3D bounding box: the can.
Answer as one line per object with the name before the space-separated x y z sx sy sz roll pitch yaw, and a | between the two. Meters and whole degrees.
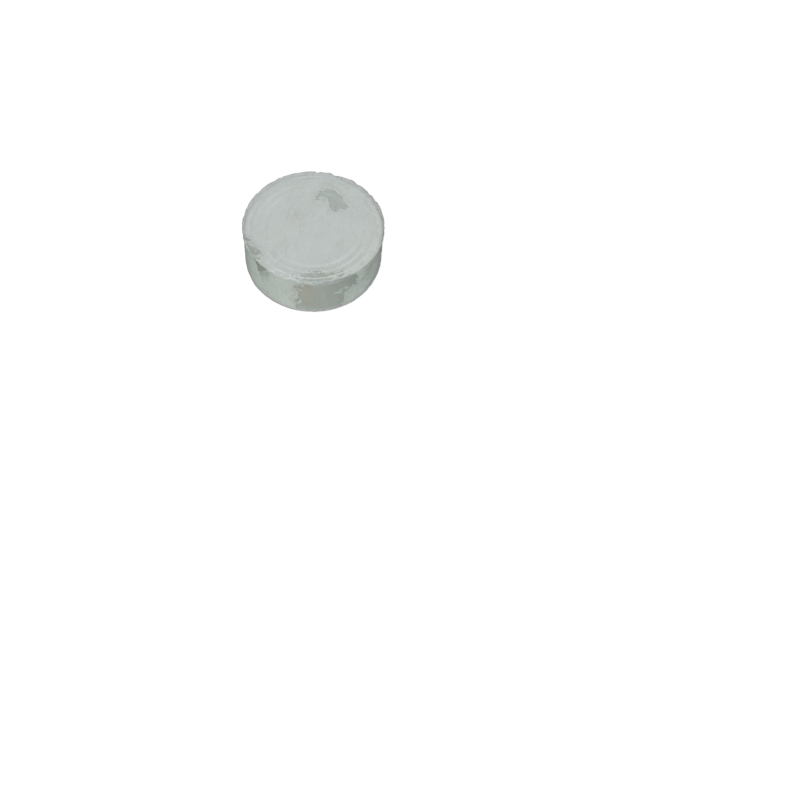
can | -0.053 -0.097 0.676 0.086 0.092 0.031 -1 -35 -1
